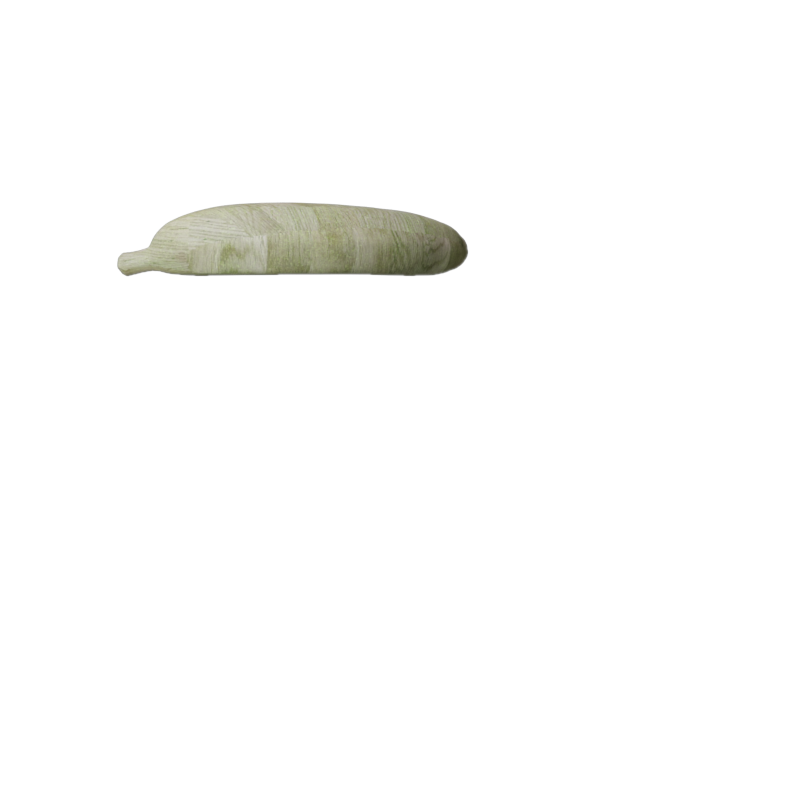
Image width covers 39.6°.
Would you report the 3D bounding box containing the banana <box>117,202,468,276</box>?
[{"bbox_3d":[-0.042,-0.082,0.574,0.193,0.037,0.072,-2,5,-21],"label":"banana"}]
